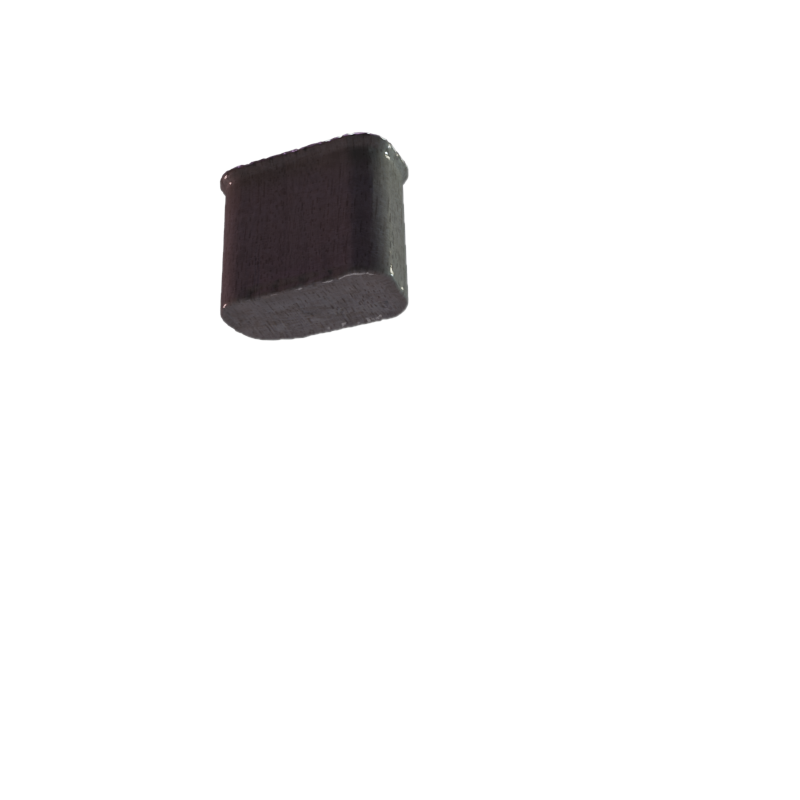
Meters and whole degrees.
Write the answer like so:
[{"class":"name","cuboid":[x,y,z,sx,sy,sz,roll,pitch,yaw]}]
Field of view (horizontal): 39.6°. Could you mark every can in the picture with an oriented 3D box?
[{"class":"can","cuboid":[-0.046,-0.084,0.587,0.103,0.089,0.053,-12,-30,21]}]
